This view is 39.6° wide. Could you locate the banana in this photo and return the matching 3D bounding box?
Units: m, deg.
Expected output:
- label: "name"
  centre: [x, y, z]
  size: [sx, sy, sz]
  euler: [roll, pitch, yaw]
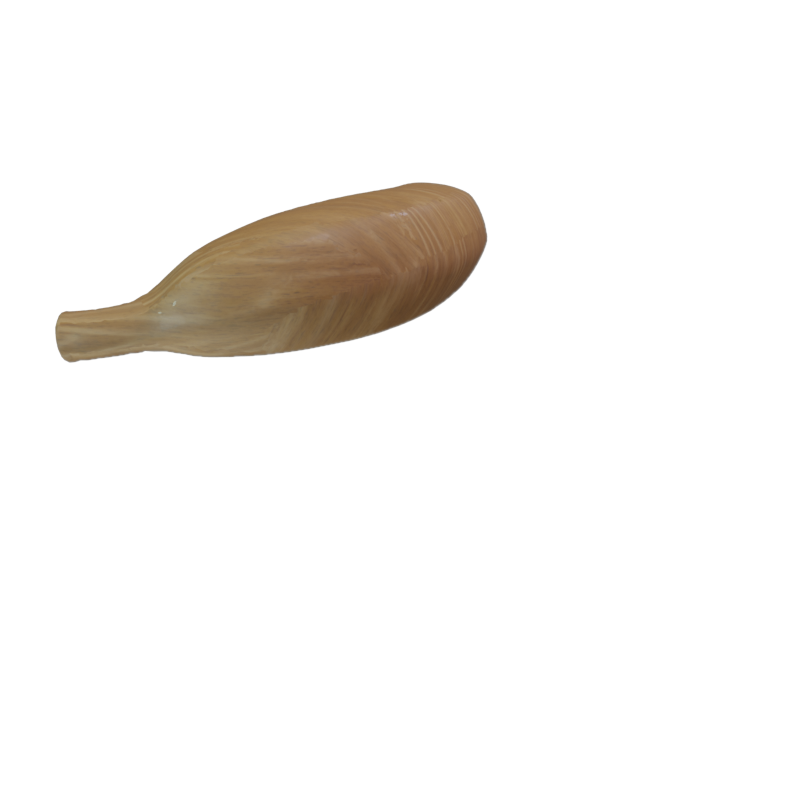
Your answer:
- label: "banana"
  centre: [-0.012, -0.045, 0.330]
  size: [0.072, 0.036, 0.196]
  euler: [7, 17, 25]
